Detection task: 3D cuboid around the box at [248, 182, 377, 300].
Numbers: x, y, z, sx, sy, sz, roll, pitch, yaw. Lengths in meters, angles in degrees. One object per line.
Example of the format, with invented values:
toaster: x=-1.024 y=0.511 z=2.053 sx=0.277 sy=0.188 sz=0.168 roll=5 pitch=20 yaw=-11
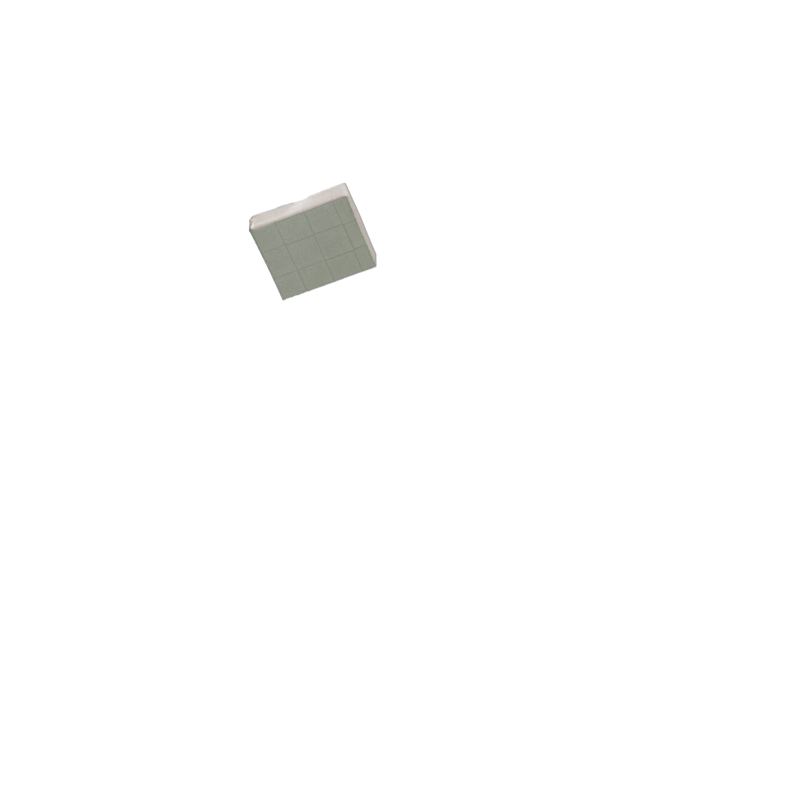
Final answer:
box: x=-0.073 y=-0.133 z=0.934 sx=0.090 sy=0.068 sz=0.032 roll=-19 pitch=28 yaw=10
